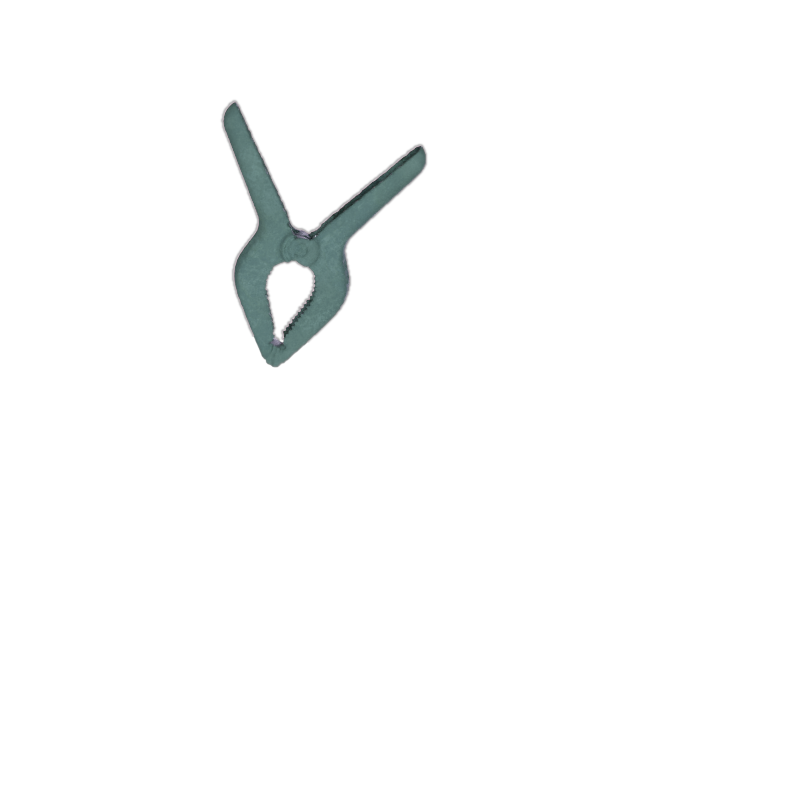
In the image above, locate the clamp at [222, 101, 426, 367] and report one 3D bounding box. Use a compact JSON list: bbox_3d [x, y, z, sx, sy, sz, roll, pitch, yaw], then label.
[{"bbox_3d":[-0.070,-0.128,0.897,0.164,0.205,0.037,7,12,-2],"label":"clamp"}]
